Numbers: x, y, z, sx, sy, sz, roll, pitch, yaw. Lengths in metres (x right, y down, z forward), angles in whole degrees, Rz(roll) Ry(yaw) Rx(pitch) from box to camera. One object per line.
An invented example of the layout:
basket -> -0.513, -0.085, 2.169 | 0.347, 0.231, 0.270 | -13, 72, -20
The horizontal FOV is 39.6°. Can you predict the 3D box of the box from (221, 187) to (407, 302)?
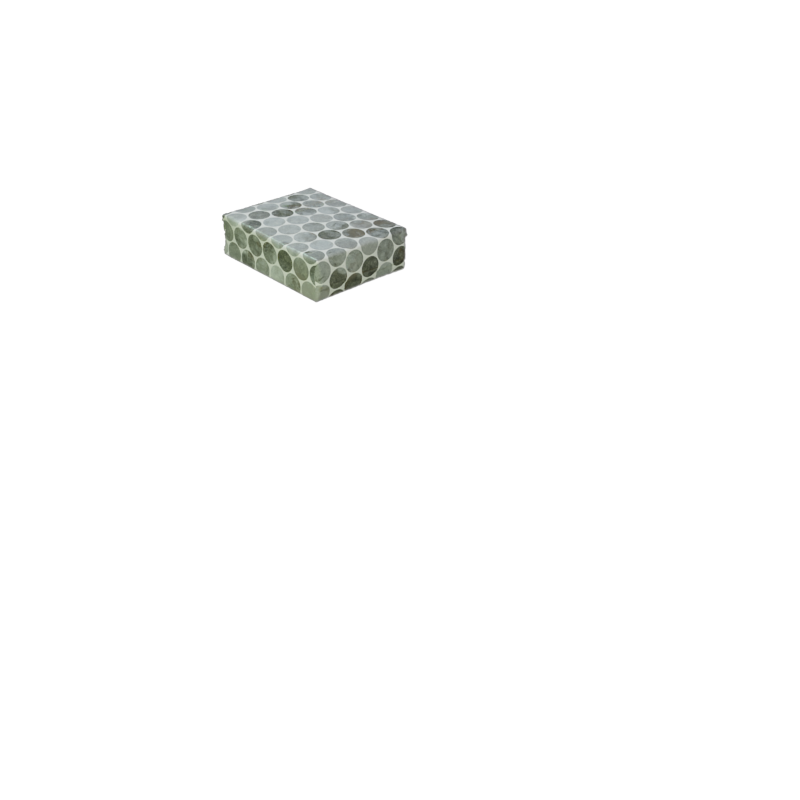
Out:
box -> -0.065, -0.119, 0.832 | 0.089, 0.037, 0.121 | -23, 36, -37
